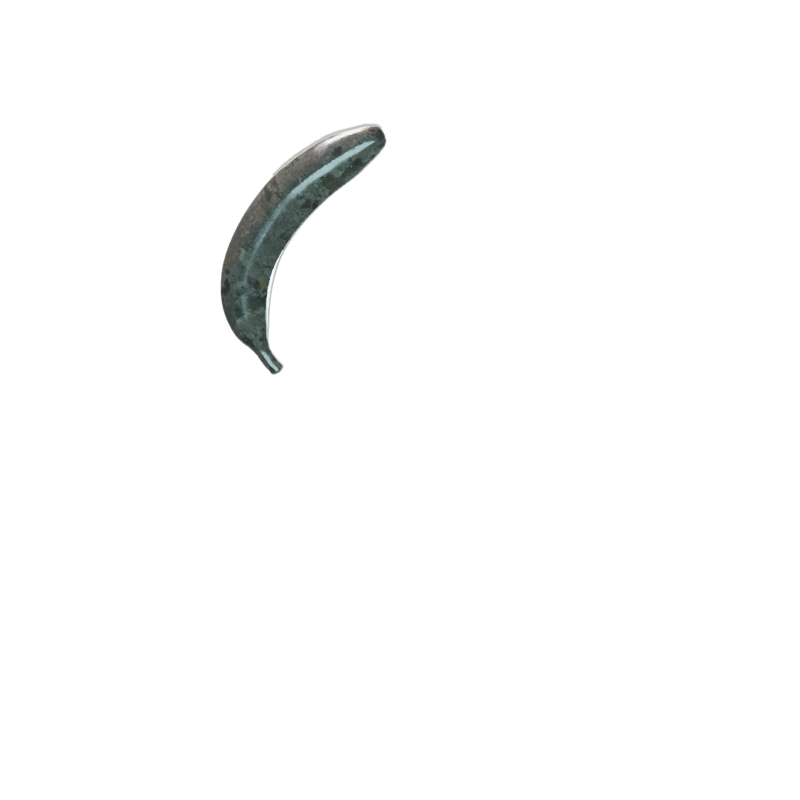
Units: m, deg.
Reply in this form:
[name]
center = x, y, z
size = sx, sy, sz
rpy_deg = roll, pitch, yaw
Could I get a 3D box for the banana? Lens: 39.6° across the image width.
[banana]
center = -0.079, -0.112, 0.766
size = 0.068, 0.191, 0.039
rpy_deg = 22, 25, -12
